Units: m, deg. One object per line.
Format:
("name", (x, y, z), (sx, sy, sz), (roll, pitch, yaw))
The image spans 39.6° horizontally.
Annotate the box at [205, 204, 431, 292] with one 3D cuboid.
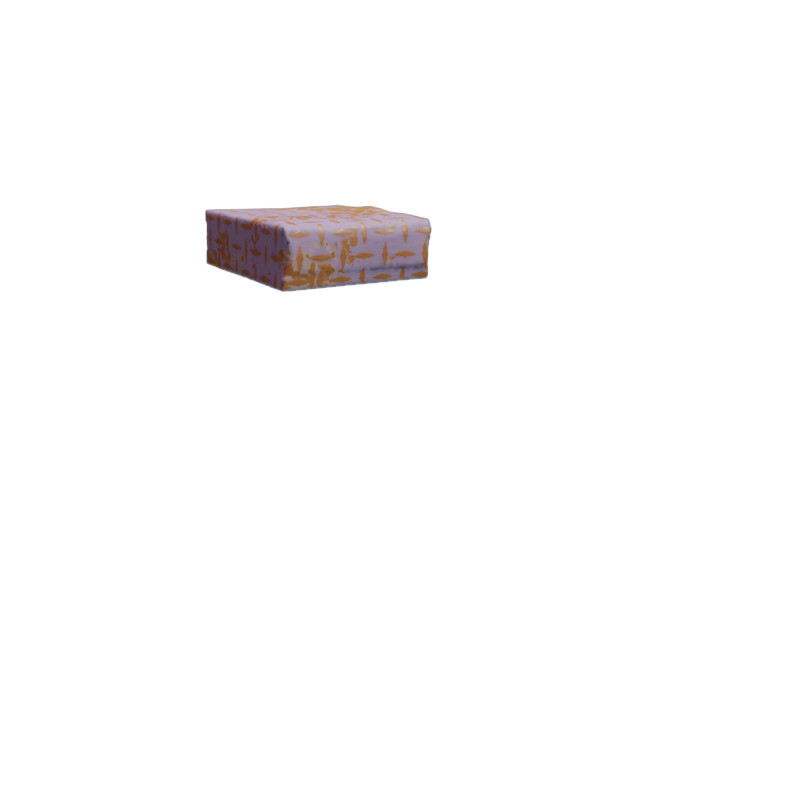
("box", (-0.040, -0.072, 0.508), (0.071, 0.029, 0.094), (-7, 15, -28))
